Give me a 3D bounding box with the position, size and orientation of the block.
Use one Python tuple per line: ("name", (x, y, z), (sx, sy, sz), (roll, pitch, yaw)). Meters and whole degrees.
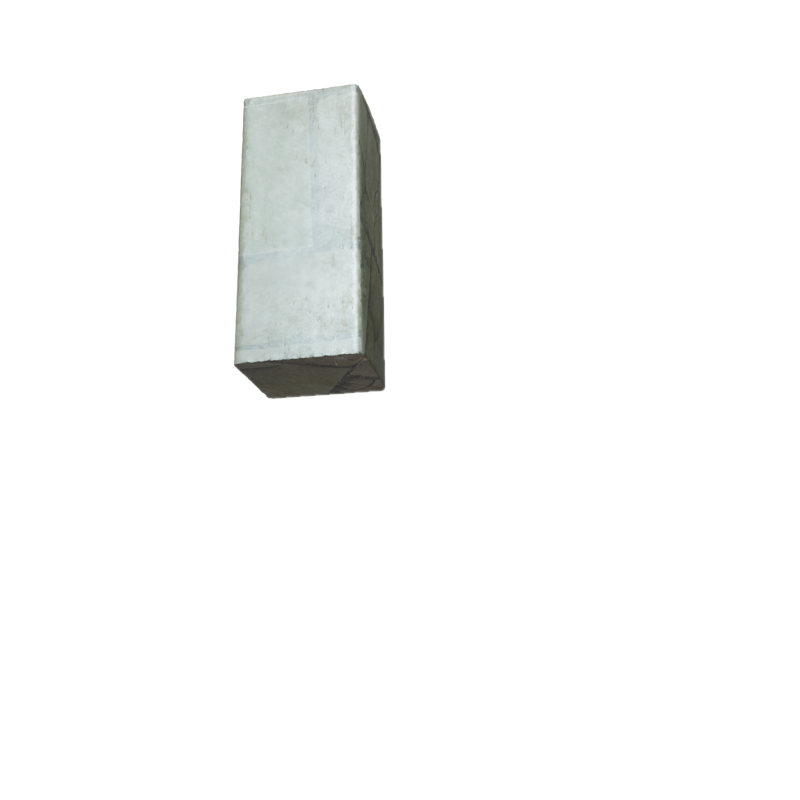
("block", (-0.063, -0.115, 0.809), (0.092, 0.217, 0.084), (-6, -23, 11))
